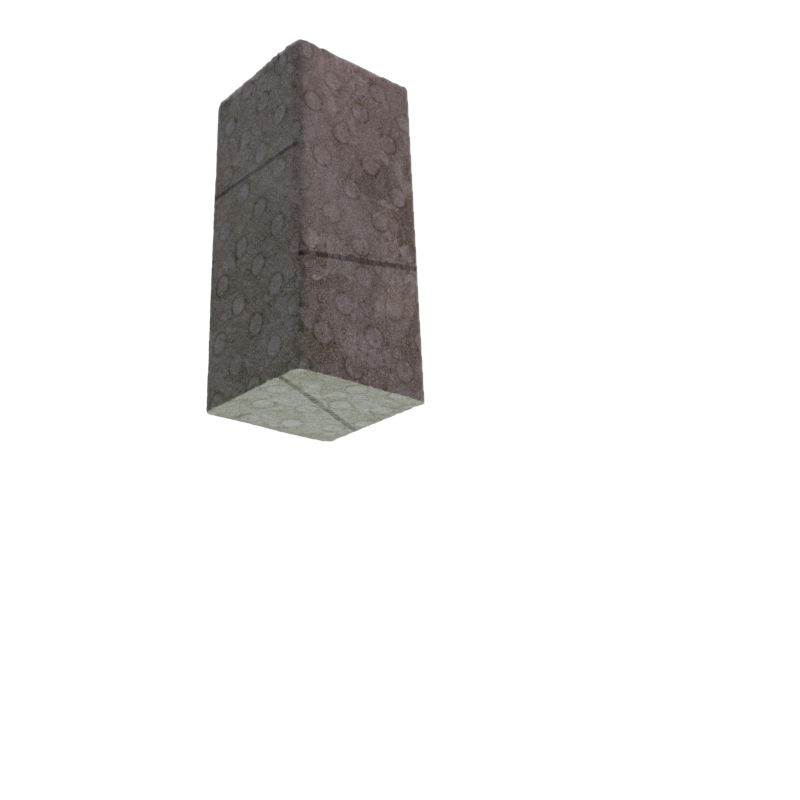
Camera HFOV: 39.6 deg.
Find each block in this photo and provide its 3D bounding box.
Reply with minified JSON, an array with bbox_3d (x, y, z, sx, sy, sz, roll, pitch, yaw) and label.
[{"bbox_3d":[-0.052,-0.093,0.653,0.085,0.218,0.090,18,-32,-35],"label":"block"}]
